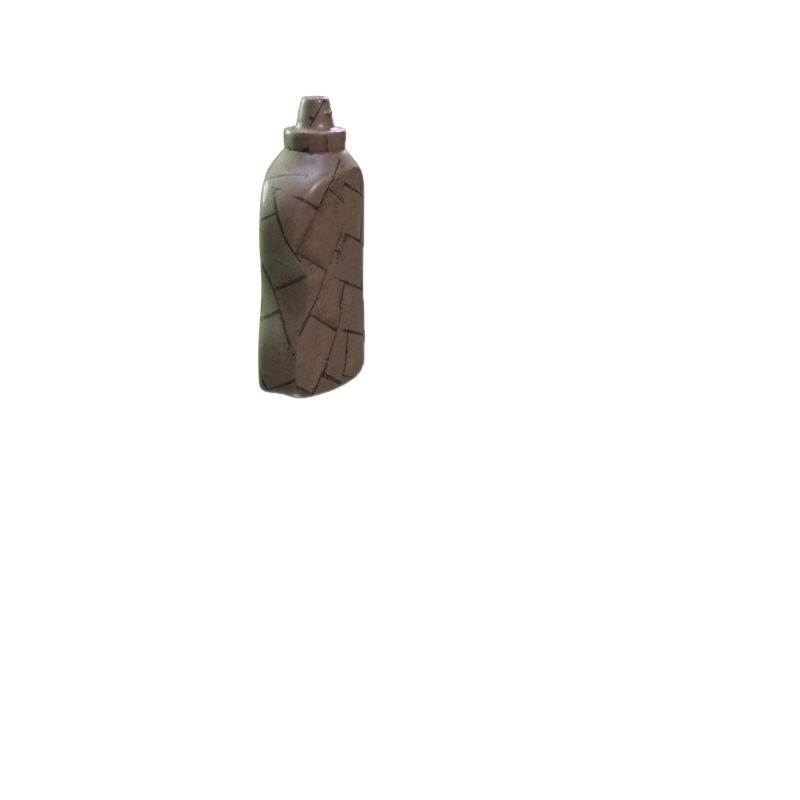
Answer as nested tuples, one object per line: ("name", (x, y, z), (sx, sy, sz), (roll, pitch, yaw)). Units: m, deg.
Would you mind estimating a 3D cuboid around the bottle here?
("bottle", (-0.057, -0.105, 0.736), (0.061, 0.186, 0.095), (8, 15, 28))
